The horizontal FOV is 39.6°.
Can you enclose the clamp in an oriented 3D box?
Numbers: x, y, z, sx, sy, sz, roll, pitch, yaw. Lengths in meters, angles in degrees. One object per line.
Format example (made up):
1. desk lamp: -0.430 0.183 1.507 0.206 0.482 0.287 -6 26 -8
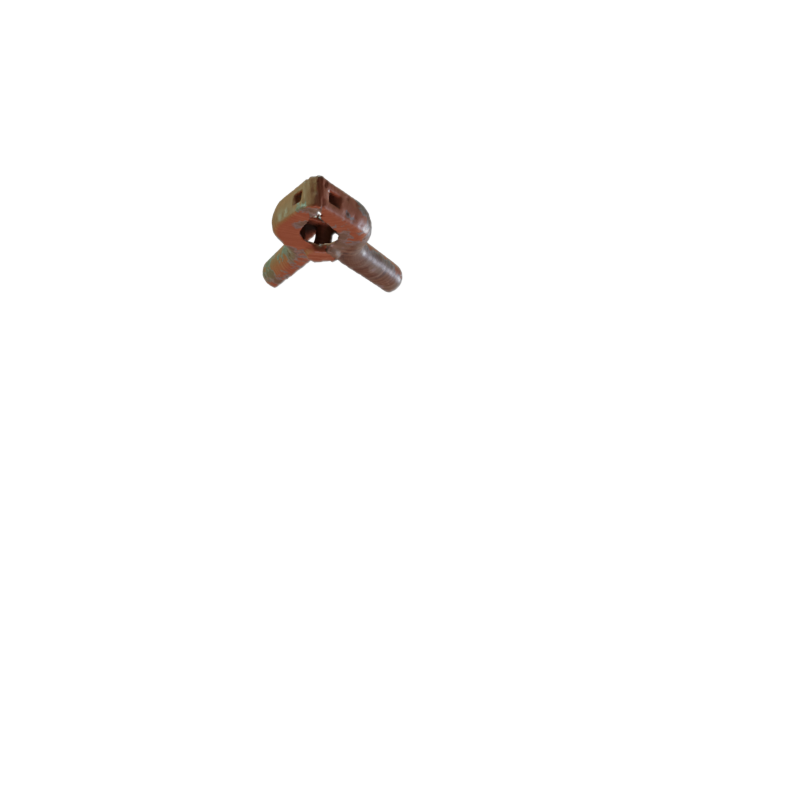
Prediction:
1. clamp: -0.071 -0.129 0.905 0.121 0.041 0.160 -5 -24 11
